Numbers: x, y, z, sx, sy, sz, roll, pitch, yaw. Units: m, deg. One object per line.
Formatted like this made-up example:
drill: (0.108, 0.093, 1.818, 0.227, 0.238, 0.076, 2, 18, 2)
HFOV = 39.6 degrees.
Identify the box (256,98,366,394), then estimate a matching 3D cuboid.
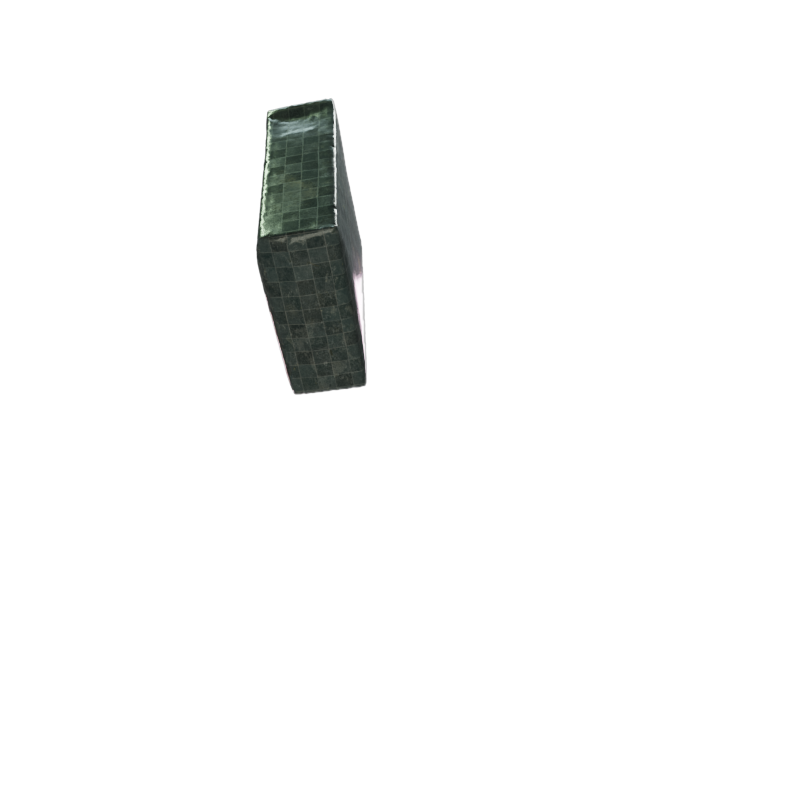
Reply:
box: (-0.075, -0.138, 0.964, 0.072, 0.152, 0.229, -8, 39, 3)
